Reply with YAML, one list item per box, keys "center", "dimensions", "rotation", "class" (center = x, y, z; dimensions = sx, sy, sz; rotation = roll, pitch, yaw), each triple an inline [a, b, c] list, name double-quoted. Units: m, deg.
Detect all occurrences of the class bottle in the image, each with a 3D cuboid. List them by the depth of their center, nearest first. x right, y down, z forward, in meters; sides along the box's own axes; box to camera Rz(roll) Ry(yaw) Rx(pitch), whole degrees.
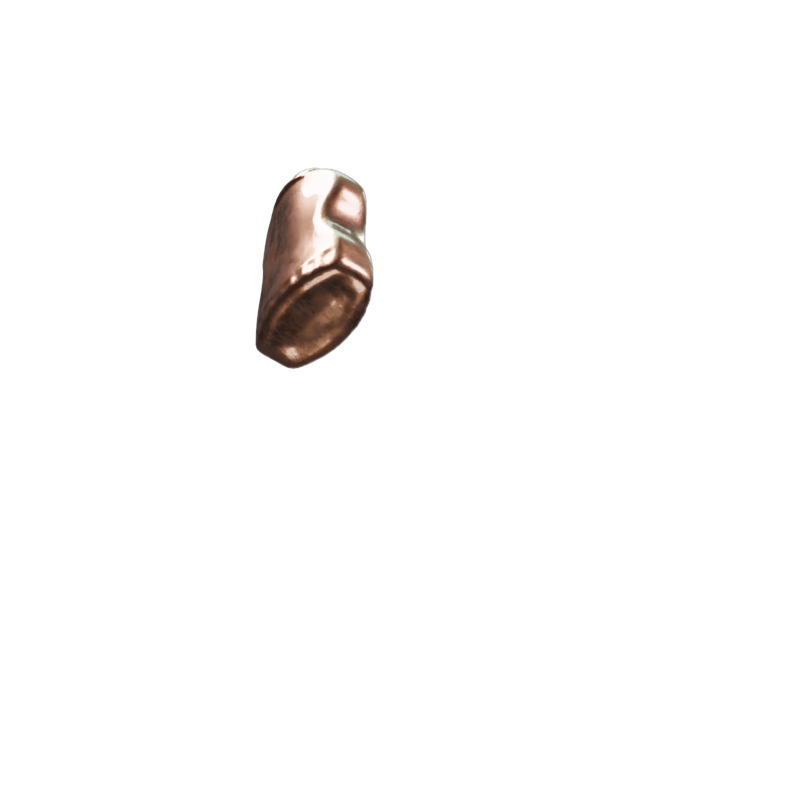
- center: [-0.063, -0.116, 0.812]
  dimensions: [0.056, 0.094, 0.205]
  rotation: [29, 31, -24]
  class: "bottle"
